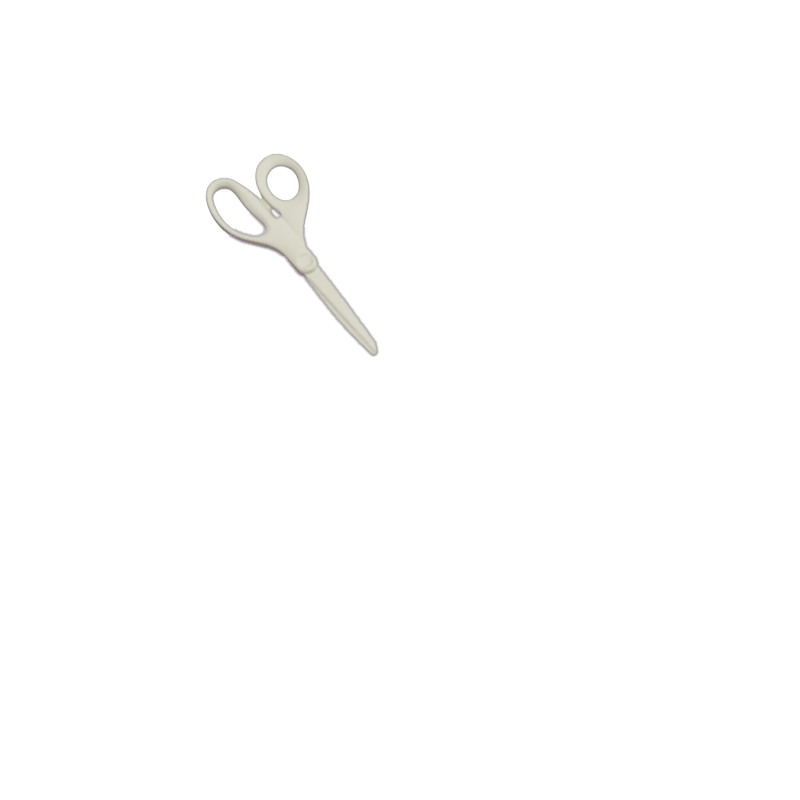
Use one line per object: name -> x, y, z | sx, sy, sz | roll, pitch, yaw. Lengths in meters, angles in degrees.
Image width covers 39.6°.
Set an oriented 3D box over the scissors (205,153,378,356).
scissors -> -0.073, -0.132, 0.927 | 0.208, 0.098, 0.015 | 37, -17, 13
